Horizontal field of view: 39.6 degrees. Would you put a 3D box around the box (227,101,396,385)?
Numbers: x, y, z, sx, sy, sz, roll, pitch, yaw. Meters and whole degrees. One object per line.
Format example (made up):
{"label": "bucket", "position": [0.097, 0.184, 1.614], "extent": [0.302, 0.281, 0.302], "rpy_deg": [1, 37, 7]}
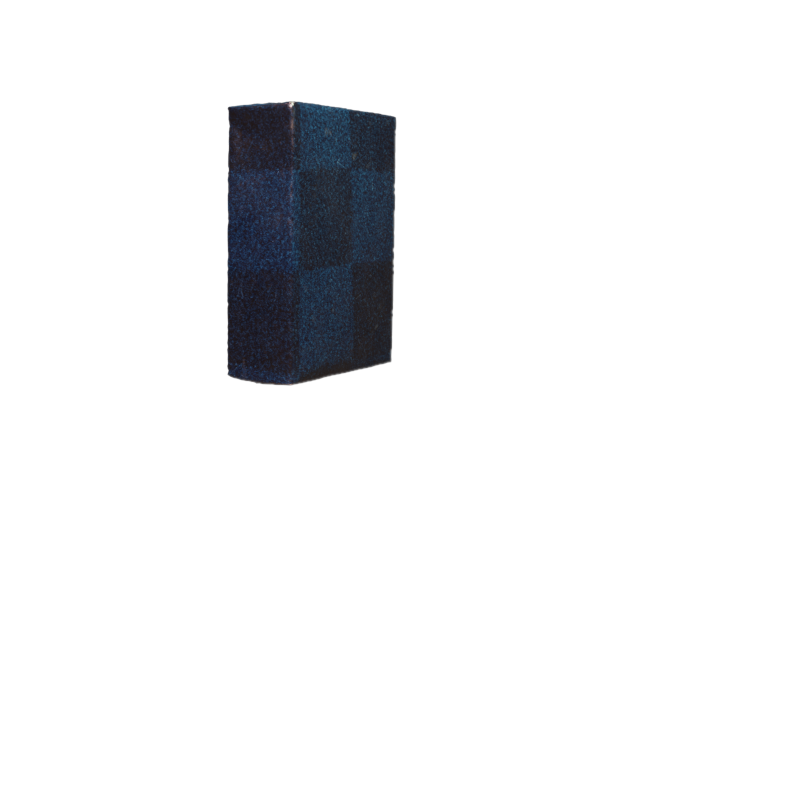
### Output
{"label": "box", "position": [-0.071, -0.129, 0.902], "extent": [0.074, 0.213, 0.160], "rpy_deg": [1, 5, 29]}
